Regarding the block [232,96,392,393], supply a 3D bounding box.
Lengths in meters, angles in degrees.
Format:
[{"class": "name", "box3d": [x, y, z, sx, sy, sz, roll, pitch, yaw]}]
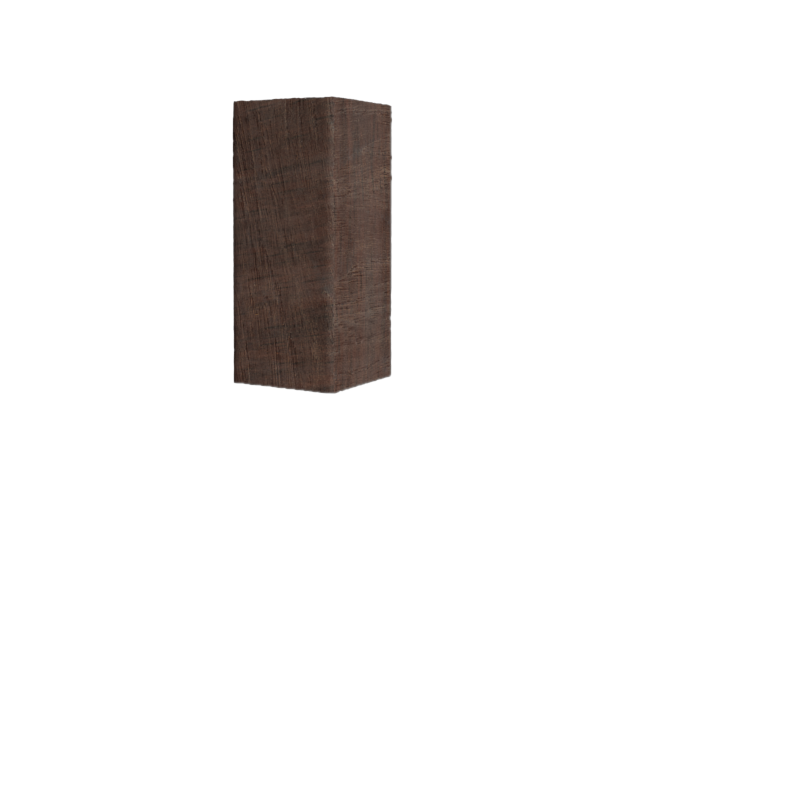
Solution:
[{"class": "block", "box3d": [-0.065, -0.118, 0.825, 0.093, 0.205, 0.088, 2, 5, 29]}]
